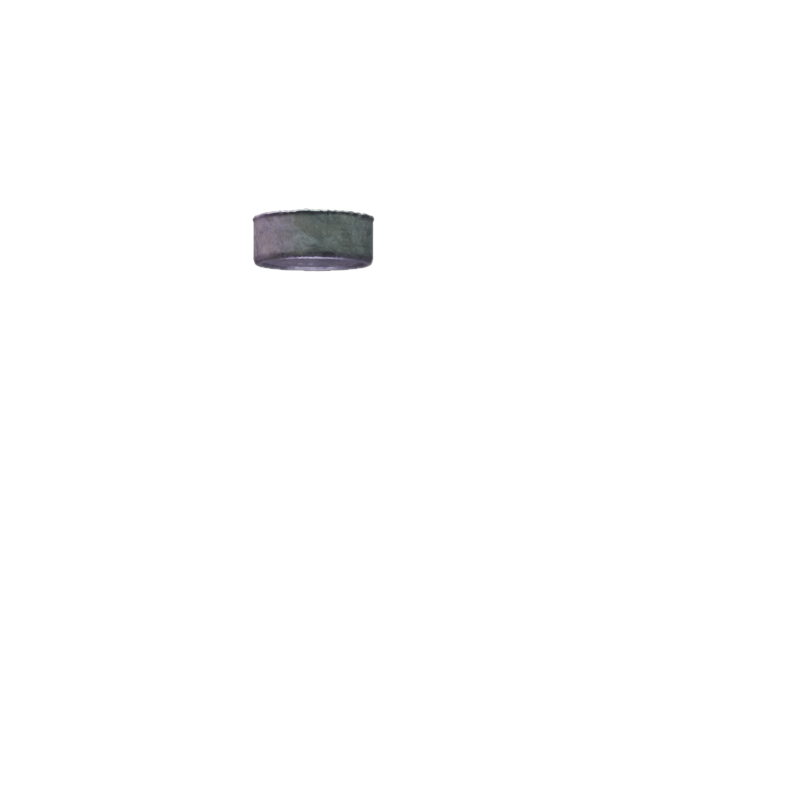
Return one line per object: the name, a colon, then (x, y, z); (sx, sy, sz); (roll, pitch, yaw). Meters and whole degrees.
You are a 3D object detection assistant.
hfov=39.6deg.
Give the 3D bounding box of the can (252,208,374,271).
can: (-0.061, -0.111, 0.780); (0.086, 0.034, 0.085); (0, -1, -2)
